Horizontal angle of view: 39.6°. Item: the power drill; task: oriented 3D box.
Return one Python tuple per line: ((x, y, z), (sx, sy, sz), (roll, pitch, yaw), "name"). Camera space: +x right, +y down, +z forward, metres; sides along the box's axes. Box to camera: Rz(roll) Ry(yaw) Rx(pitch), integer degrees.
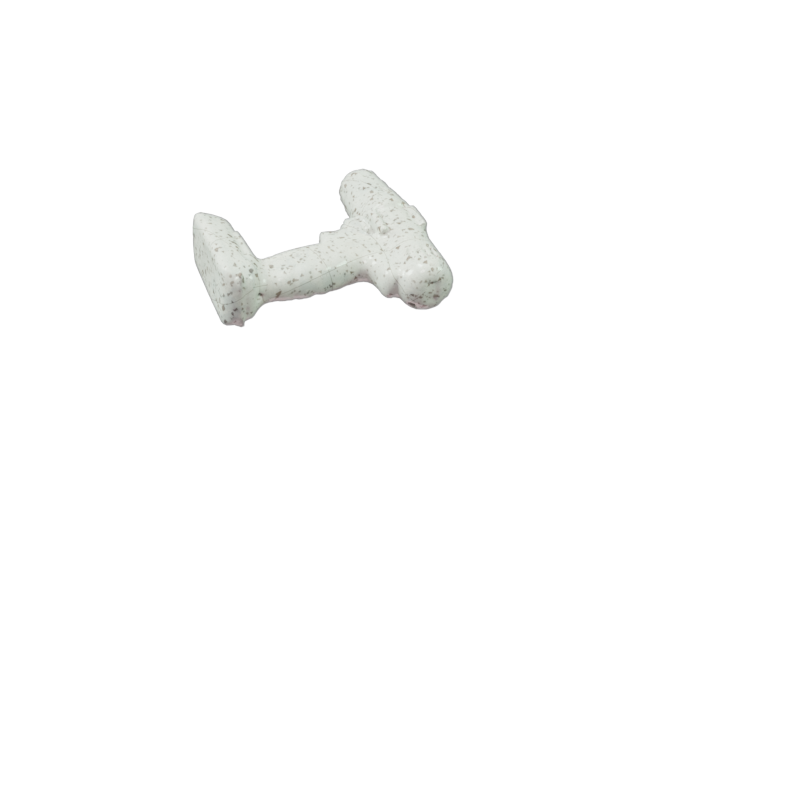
((-0.071, -0.130, 0.907), (0.185, 0.054, 0.199), (-12, 38, -16), "power drill")
